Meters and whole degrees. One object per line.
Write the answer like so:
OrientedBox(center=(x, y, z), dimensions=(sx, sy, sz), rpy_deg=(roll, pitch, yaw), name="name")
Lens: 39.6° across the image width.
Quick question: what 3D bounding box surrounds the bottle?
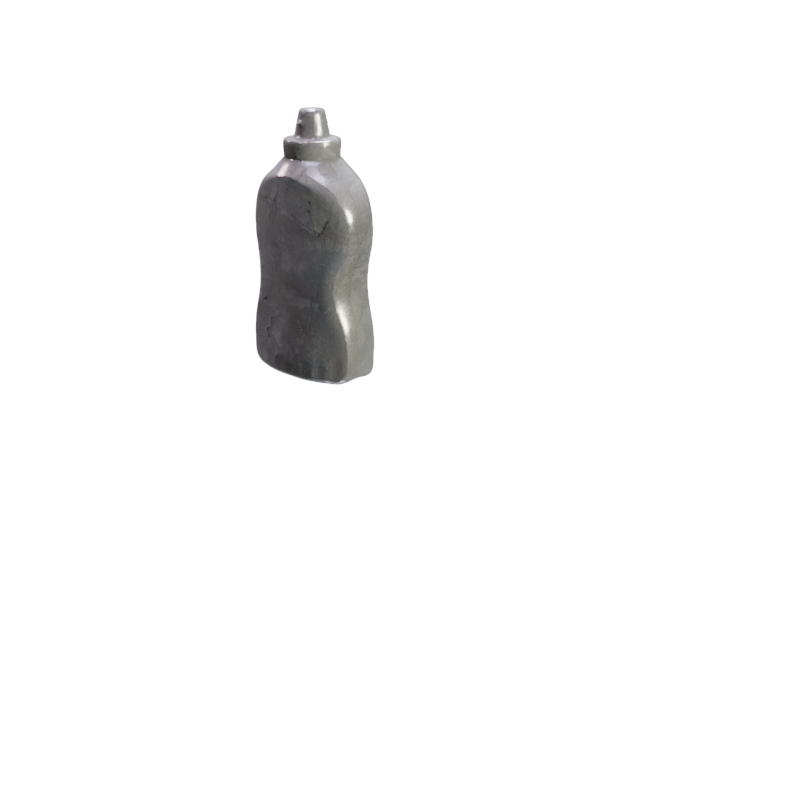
OrientedBox(center=(-0.063, -0.114, 0.797), dimensions=(0.101, 0.185, 0.057), rpy_deg=(15, 20, 42), name="bottle")
